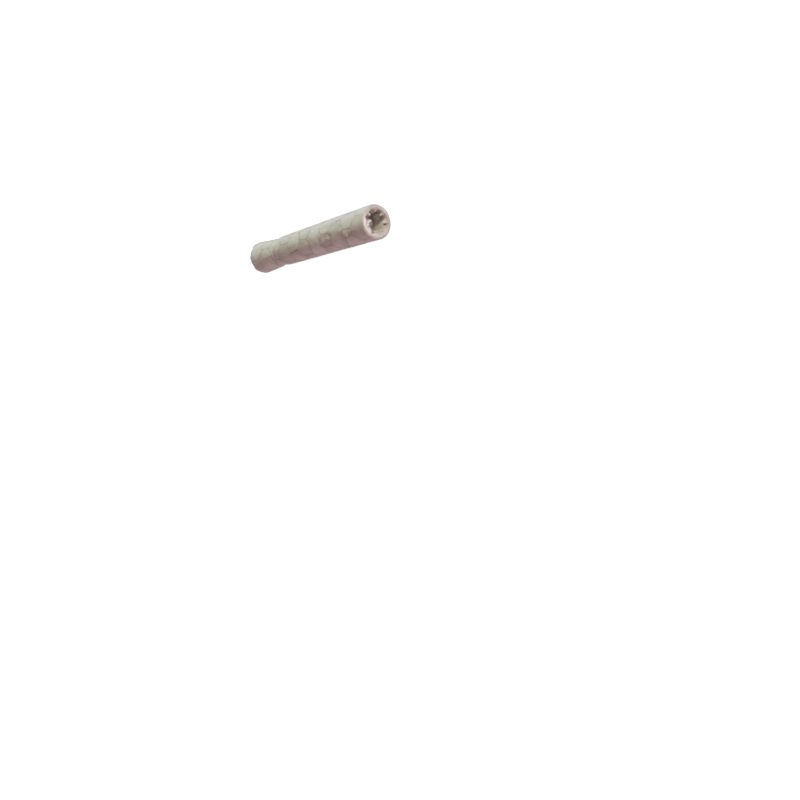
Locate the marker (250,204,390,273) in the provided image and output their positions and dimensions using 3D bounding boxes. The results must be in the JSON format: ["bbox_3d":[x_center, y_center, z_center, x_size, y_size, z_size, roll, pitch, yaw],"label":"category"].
[{"bbox_3d":[-0.048,-0.088,0.618,0.019,0.020,0.124,-3,-2,-36],"label":"marker"}]
